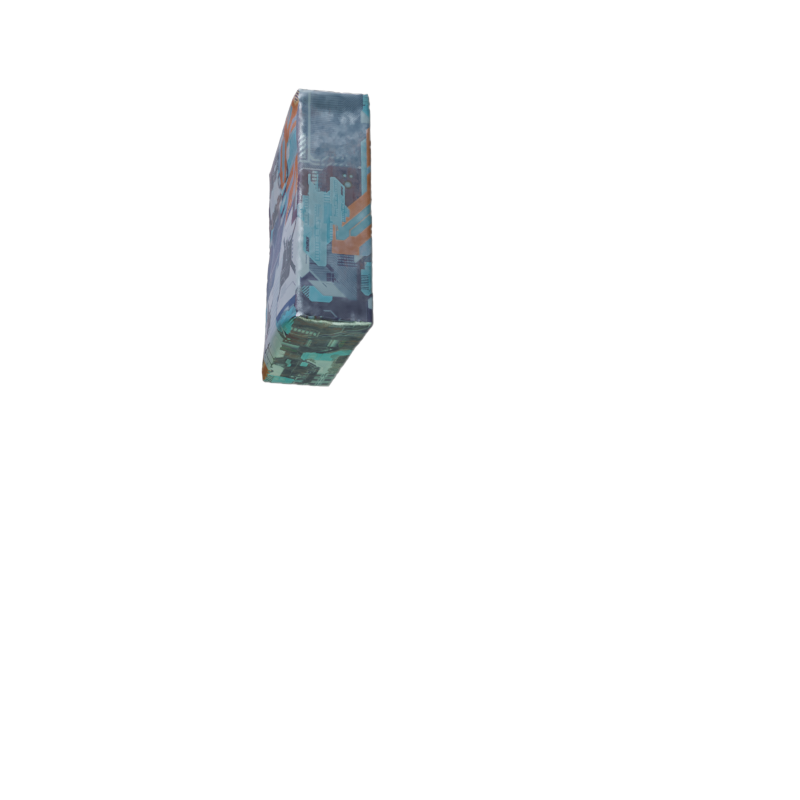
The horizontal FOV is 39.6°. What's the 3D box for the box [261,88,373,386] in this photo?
[{"bbox_3d":[-0.076,-0.138,0.967,0.070,0.225,0.159,4,-22,-14],"label":"box"}]
